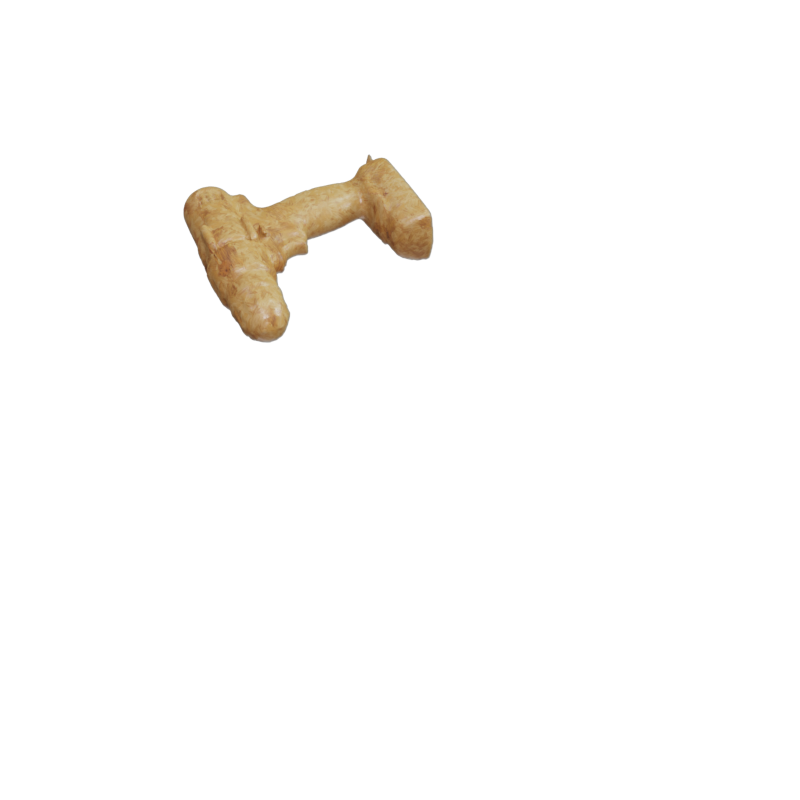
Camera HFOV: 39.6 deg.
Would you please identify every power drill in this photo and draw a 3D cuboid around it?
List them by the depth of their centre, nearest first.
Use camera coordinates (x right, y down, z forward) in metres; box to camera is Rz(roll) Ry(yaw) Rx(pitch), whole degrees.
[{"bbox_3d":[-0.072,-0.131,0.915,0.185,0.053,0.200,-16,45,-16],"label":"power drill"}]
